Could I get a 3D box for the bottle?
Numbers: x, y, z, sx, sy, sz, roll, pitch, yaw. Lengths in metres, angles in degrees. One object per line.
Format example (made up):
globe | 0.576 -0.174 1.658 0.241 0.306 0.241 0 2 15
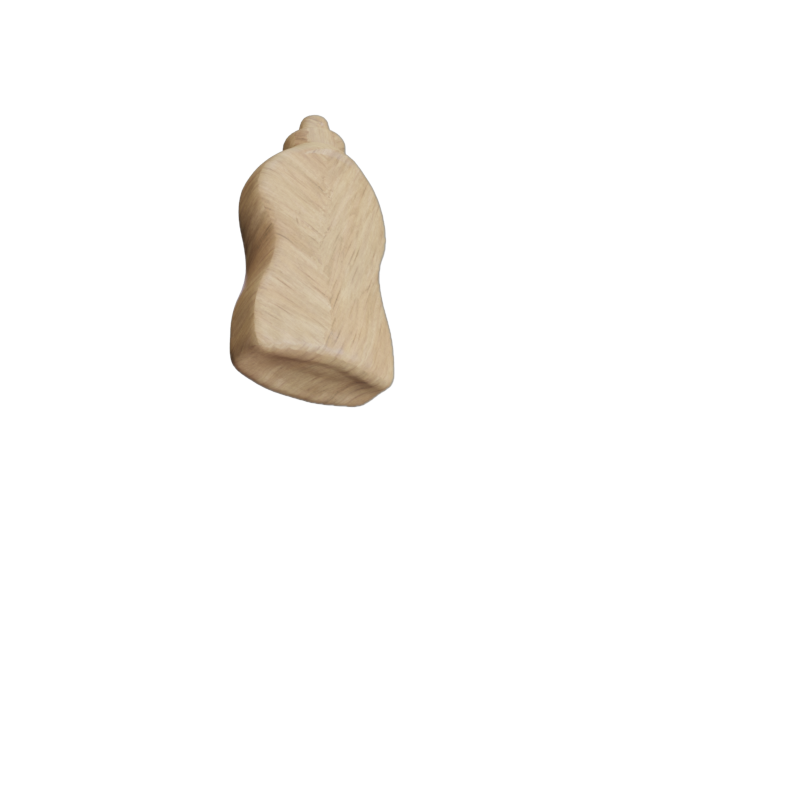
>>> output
bottle | -0.052 -0.096 0.674 0.092 0.205 0.057 17 -38 -27
